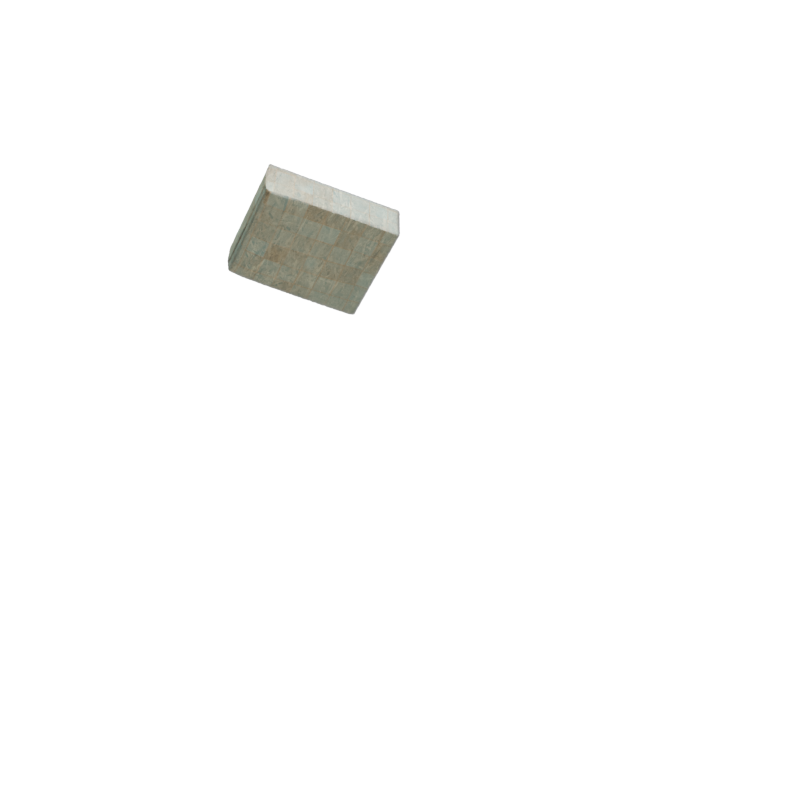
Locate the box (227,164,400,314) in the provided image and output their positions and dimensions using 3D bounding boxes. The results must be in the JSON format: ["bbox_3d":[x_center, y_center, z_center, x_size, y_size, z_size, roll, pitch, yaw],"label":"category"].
[{"bbox_3d":[-0.068,-0.124,0.870,0.110,0.086,0.042,18,37,-15],"label":"box"}]
